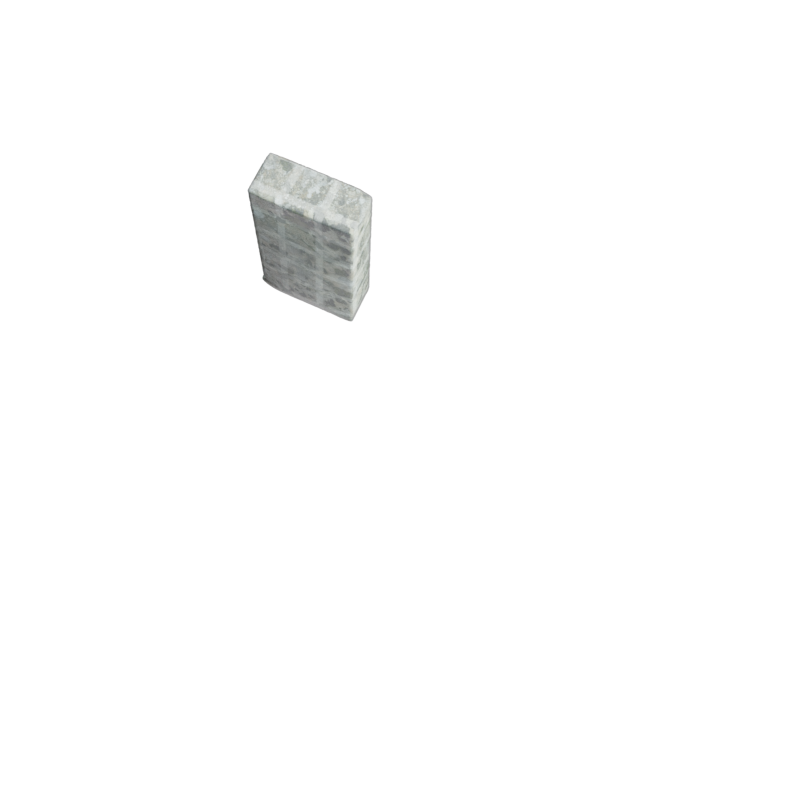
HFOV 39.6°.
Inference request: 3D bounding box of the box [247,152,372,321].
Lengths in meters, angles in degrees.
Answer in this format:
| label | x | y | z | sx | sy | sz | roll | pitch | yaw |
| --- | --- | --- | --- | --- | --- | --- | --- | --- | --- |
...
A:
| label | x | y | z | sx | sy | sz | roll | pitch | yaw |
| --- | --- | --- | --- | --- | --- | --- | --- | --- | --- |
| box | -0.072 | -0.133 | 0.927 | 0.095 | 0.050 | 0.167 | 25 | -21 | 7 |
